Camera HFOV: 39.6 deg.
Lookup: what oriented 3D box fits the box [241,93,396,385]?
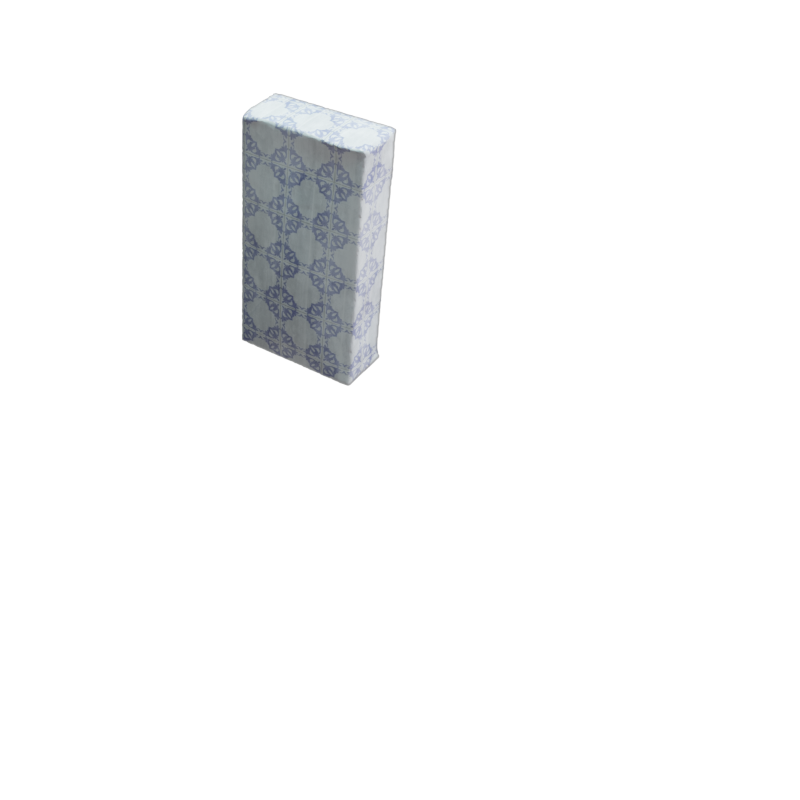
[{"bbox_3d":[-0.057,-0.103,0.724,0.098,0.165,0.049,22,40,25],"label":"box"}]
